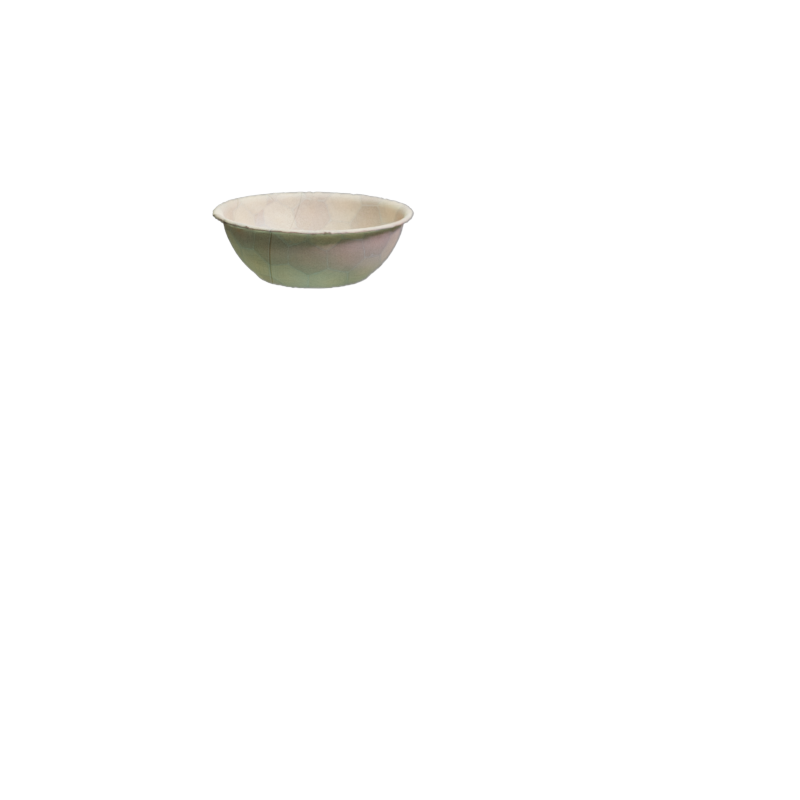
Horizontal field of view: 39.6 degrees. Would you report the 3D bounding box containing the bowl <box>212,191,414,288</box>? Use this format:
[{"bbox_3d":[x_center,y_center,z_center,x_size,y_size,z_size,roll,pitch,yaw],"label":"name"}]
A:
[{"bbox_3d":[-0.070,-0.128,0.896,0.162,0.053,0.169,-1,20,-2],"label":"bowl"}]
